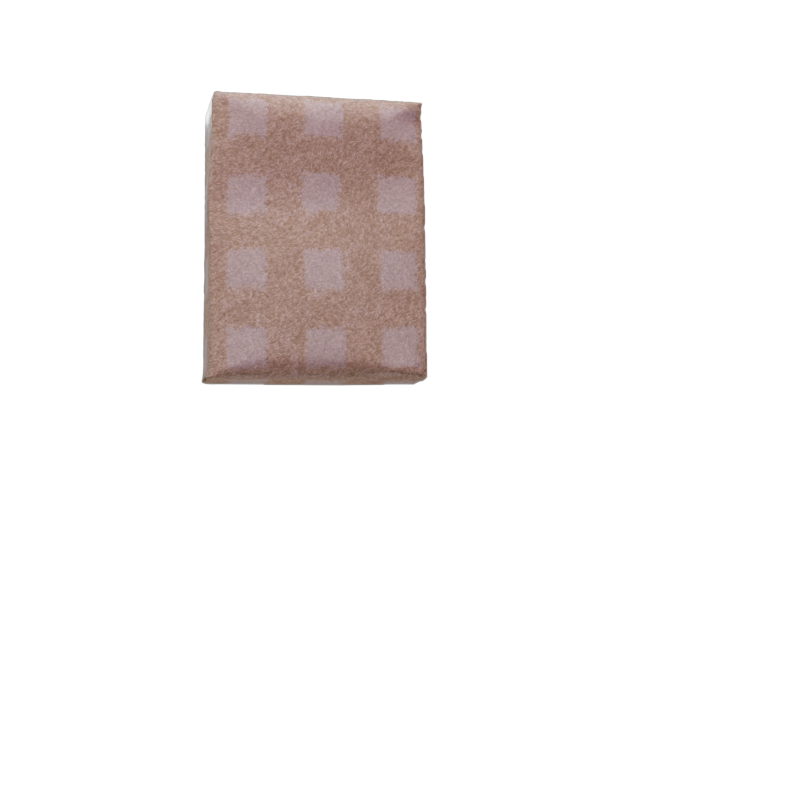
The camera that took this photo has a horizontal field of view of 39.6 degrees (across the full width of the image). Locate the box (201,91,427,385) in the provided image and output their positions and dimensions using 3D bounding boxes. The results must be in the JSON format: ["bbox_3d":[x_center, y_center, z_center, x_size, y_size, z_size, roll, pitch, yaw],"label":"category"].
[{"bbox_3d":[-0.065,-0.119,0.836,0.162,0.219,0.071,1,-9,-11],"label":"box"}]
